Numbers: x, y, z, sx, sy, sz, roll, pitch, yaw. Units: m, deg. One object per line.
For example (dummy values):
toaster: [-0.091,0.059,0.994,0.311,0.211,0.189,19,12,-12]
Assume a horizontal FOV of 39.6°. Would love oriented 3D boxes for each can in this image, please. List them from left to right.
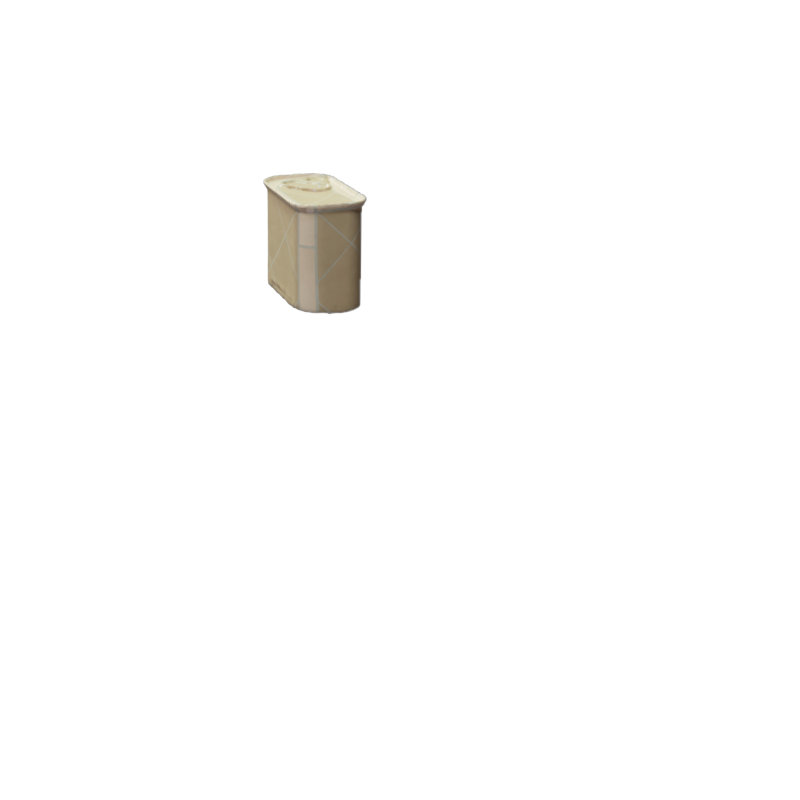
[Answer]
can: [-0.065,-0.119,0.835,0.056,0.080,0.108,-7,22,-21]
